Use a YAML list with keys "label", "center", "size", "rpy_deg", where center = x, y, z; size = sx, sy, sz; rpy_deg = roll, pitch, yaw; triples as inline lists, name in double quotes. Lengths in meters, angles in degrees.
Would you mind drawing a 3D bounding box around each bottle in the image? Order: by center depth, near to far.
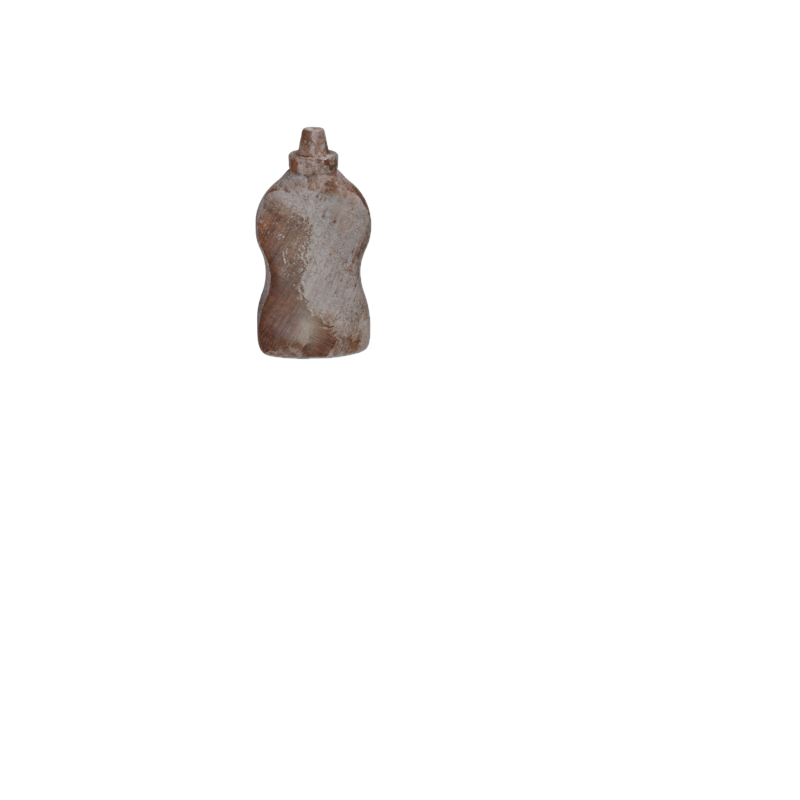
- label: "bottle"
  center: [-0.072, -0.132, 0.925]
  size: [0.095, 0.184, 0.061]
  rpy_deg: [-1, 18, -5]
